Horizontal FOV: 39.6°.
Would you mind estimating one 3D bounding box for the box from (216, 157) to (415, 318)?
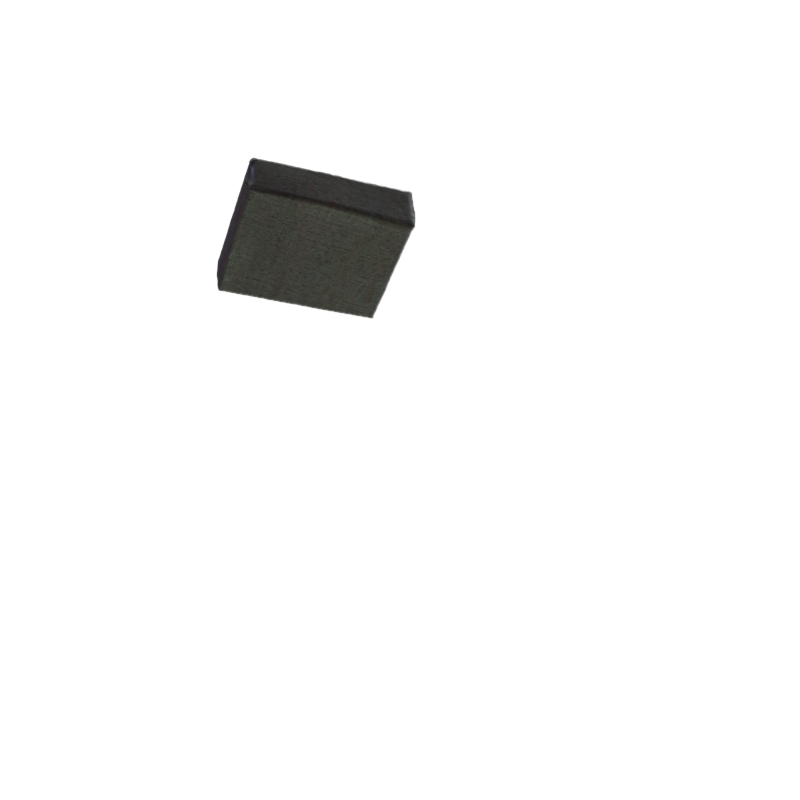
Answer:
[{"bbox_3d":[-0.057,-0.104,0.731,0.111,0.042,0.085,13,-47,-13],"label":"box"}]
